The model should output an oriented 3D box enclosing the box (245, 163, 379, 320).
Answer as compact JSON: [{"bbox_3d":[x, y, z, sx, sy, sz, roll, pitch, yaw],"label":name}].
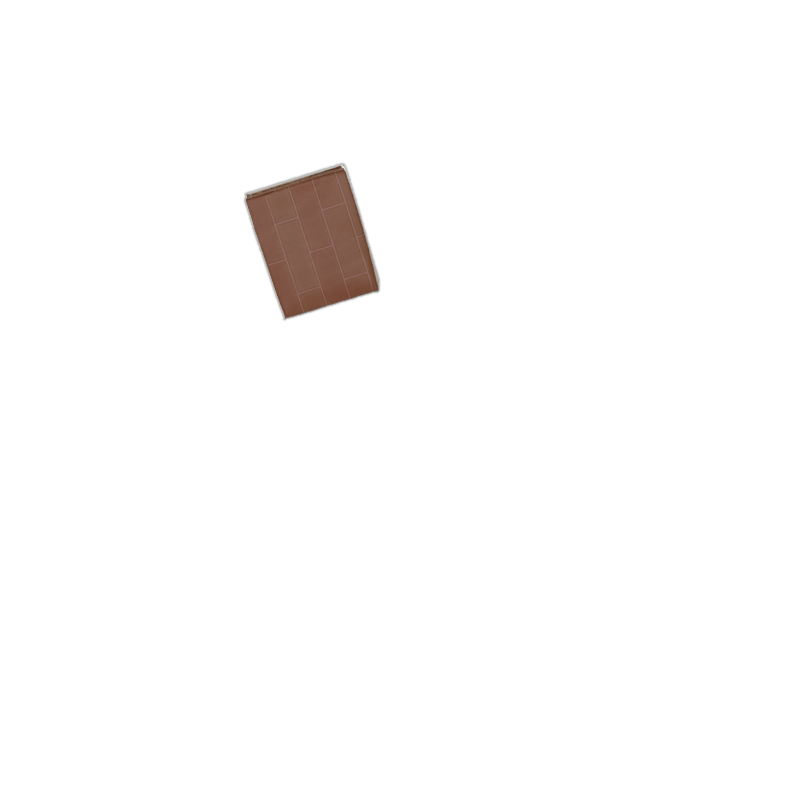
[{"bbox_3d":[-0.074,-0.135,0.947,0.090,0.111,0.040,-16,10,2],"label":"box"}]
